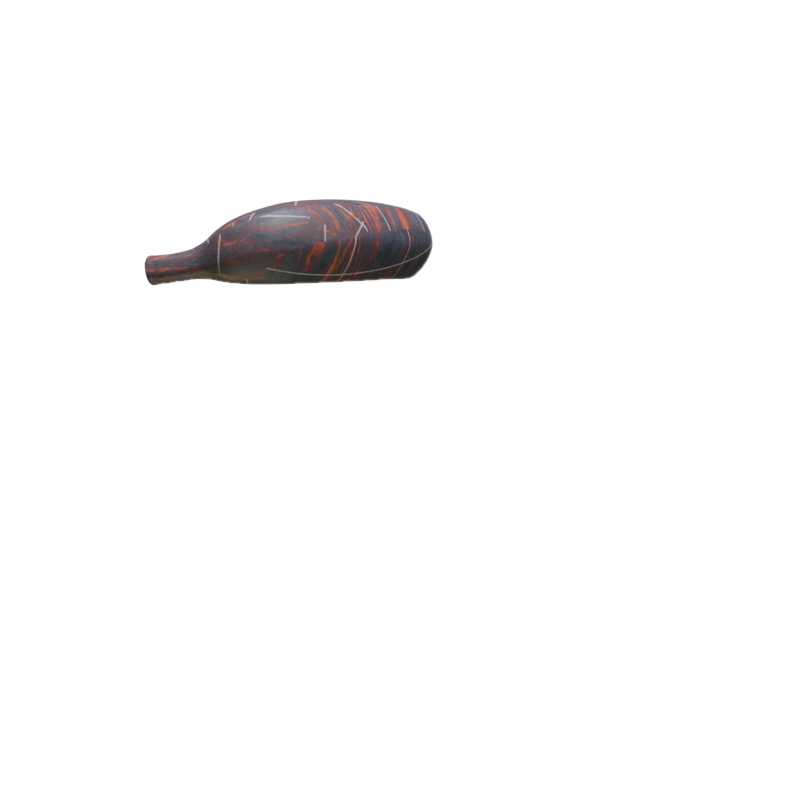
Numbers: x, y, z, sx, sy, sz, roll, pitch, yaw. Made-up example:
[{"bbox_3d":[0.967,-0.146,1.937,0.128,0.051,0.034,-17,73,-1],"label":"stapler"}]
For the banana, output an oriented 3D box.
[{"bbox_3d":[-0.027,-0.073,0.514,0.072,0.036,0.192,4,8,32],"label":"banana"}]
